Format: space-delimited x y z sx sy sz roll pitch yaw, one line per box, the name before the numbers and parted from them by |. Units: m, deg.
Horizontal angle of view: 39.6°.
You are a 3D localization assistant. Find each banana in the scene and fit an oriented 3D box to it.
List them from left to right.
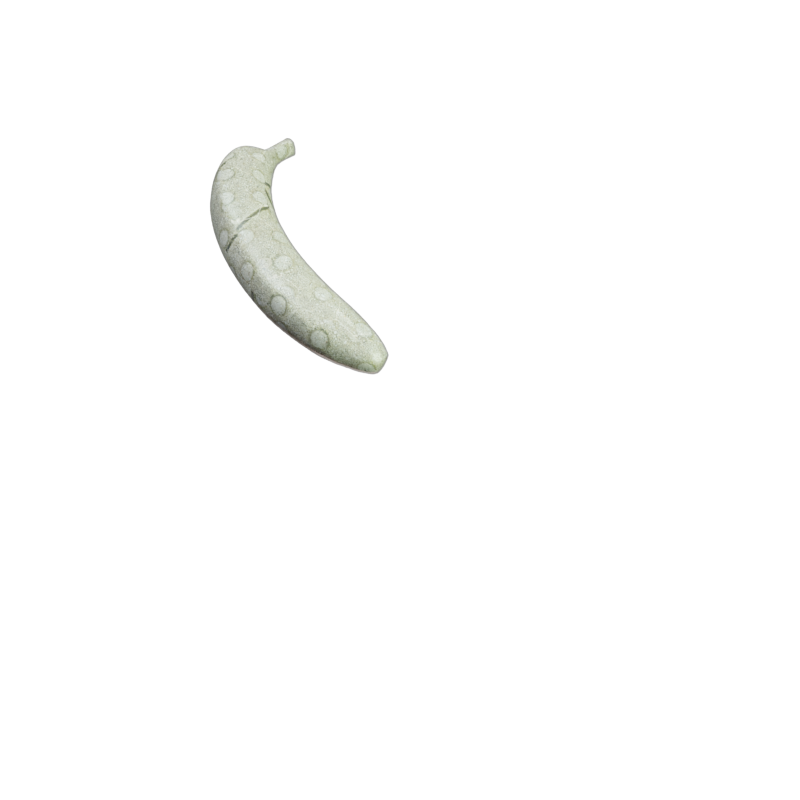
banana | -0.069 -0.090 0.638 0.069 0.214 0.034 -13 -39 -12
